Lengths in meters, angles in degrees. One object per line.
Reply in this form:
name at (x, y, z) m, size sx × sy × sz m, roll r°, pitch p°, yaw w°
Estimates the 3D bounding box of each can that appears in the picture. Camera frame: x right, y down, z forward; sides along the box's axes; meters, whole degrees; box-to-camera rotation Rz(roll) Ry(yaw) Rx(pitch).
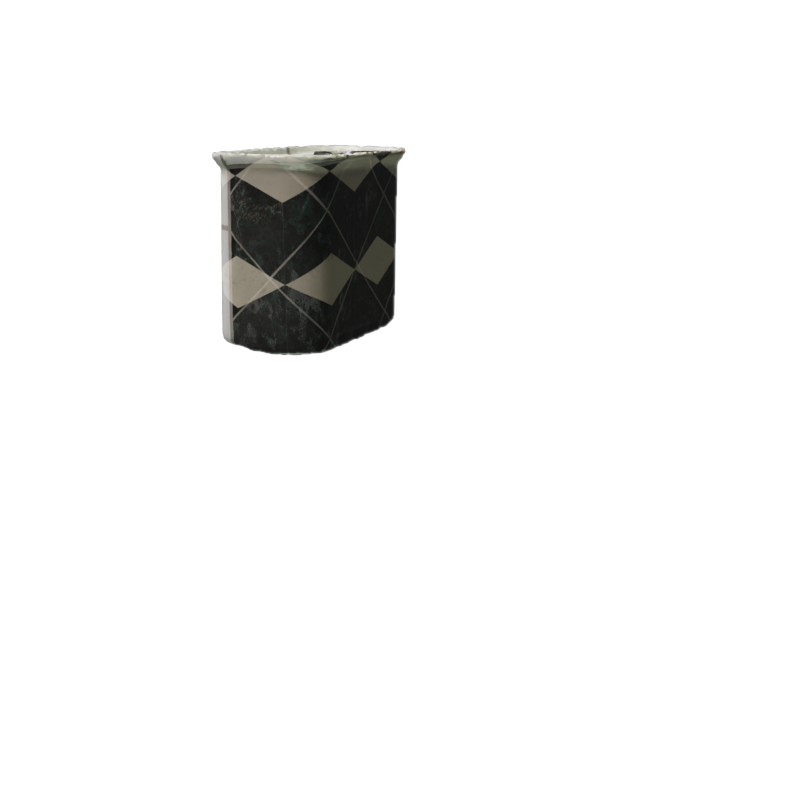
can at (-0.039, -0.072, 0.501) m, size 0.060 × 0.082 × 0.101 m, roll 5°, pitch 13°, yaw 26°
